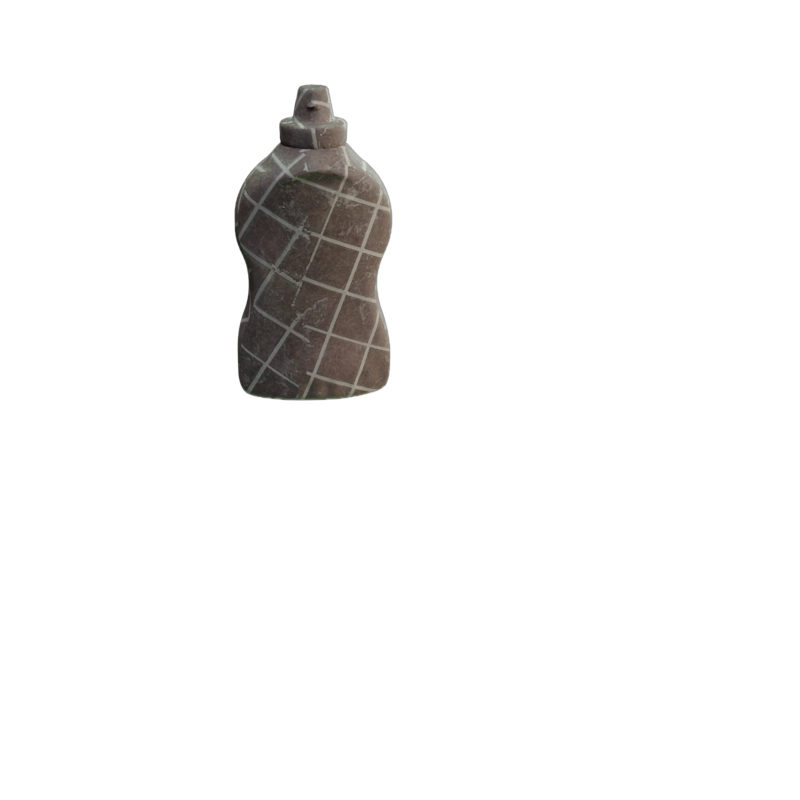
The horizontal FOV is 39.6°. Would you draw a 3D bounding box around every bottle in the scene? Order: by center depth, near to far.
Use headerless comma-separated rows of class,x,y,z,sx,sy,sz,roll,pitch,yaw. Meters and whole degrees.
bottle,-0.053,-0.097,0.680,0.095,0.184,0.061,0,18,-5
